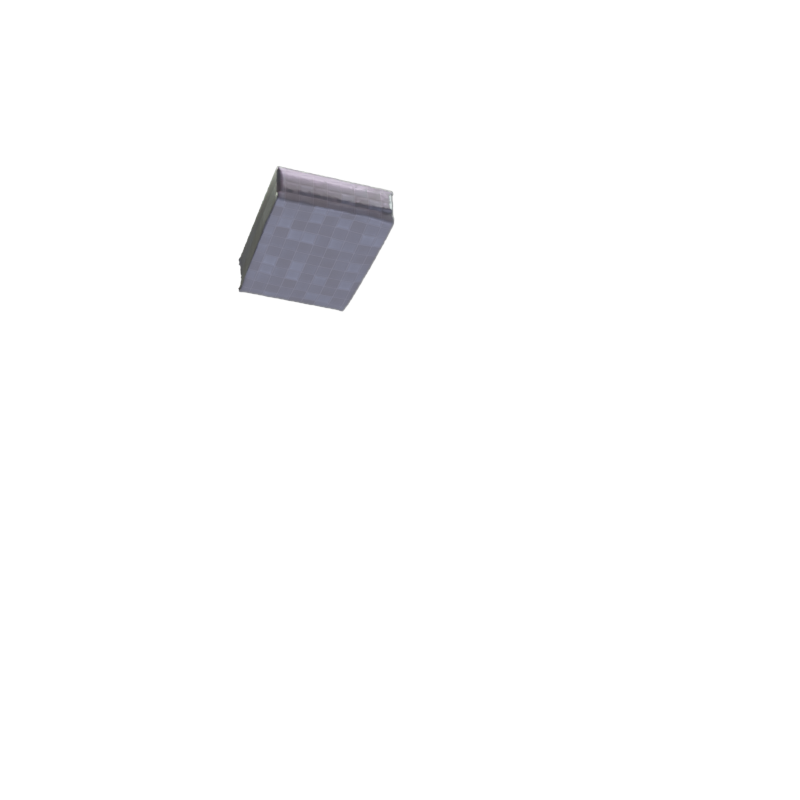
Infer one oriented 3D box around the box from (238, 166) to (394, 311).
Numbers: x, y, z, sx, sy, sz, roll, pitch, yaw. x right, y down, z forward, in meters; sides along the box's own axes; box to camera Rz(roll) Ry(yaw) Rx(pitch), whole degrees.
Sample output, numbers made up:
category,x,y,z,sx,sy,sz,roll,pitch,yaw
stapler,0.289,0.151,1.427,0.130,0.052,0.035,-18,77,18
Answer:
category,x,y,z,sx,sy,sz,roll,pitch,yaw
box,-0.065,-0.118,0.830,0.088,0.042,0.108,13,-41,-16
